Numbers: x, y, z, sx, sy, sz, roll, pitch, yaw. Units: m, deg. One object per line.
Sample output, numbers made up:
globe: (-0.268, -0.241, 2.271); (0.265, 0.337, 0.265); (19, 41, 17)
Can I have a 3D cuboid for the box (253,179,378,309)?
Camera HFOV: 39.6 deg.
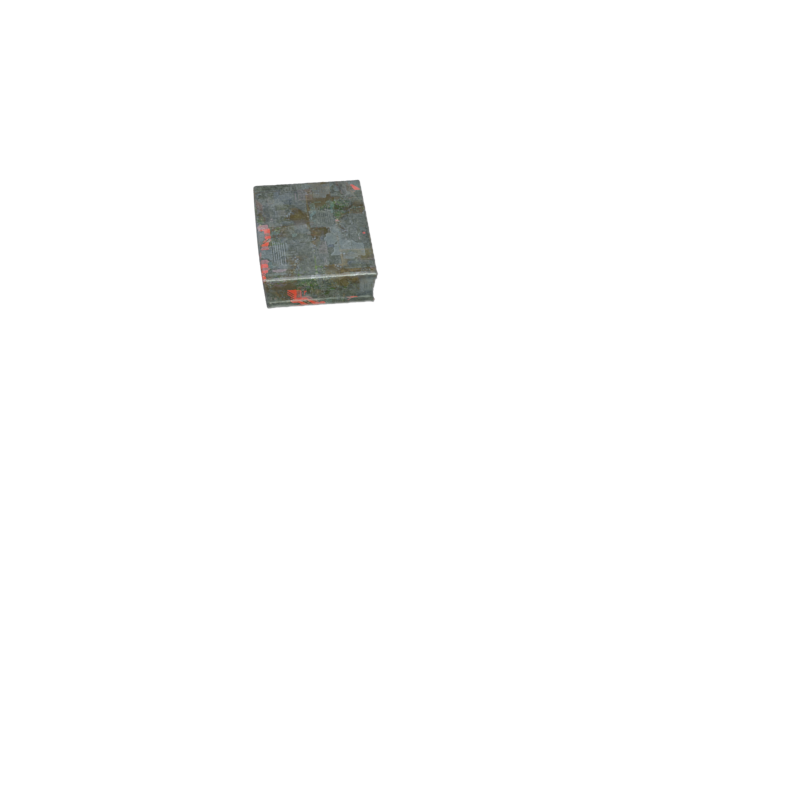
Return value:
box: (-0.070, -0.128, 0.896); (0.089, 0.122, 0.036); (-6, -39, -5)
